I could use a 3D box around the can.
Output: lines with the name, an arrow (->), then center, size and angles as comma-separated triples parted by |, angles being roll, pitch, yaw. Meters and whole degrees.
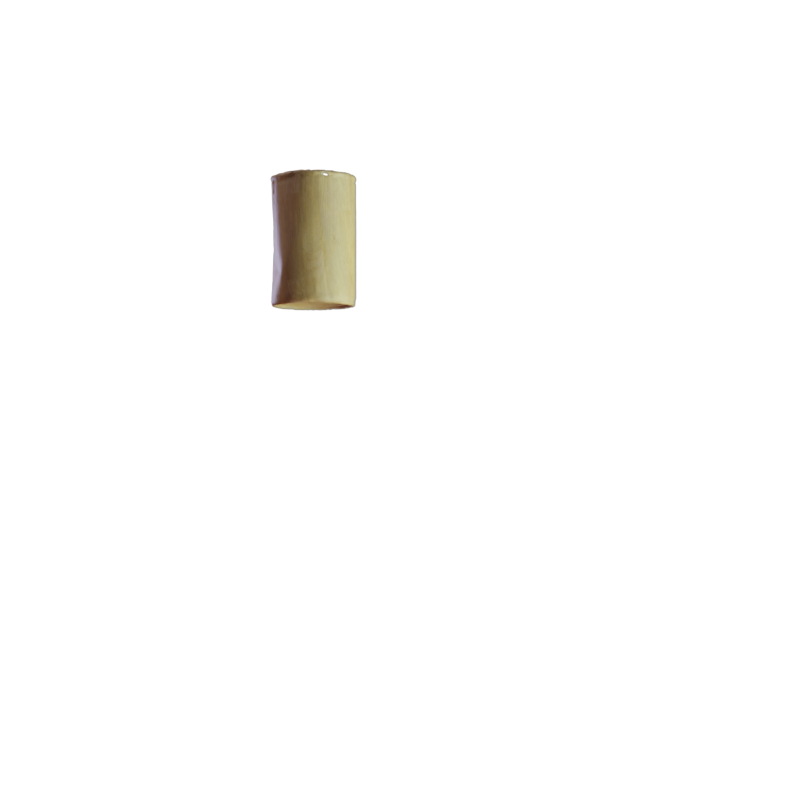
can -> -0.068, -0.124, 0.867 | 0.068, 0.104, 0.067 | 0, -6, -2
